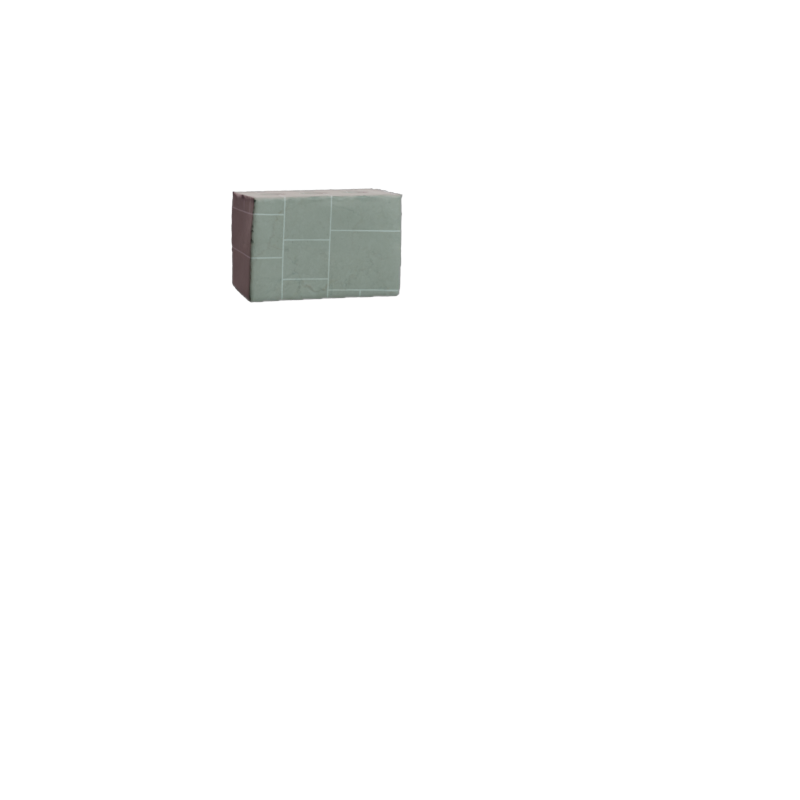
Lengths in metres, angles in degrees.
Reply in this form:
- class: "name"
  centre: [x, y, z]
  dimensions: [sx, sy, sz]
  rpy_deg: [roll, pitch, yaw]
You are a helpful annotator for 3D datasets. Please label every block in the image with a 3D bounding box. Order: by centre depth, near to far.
- class: "block"
  centre: [-0.044, -0.080, 0.562]
  dimensions: [0.076, 0.050, 0.055]
  rpy_deg: [-4, 12, -17]
